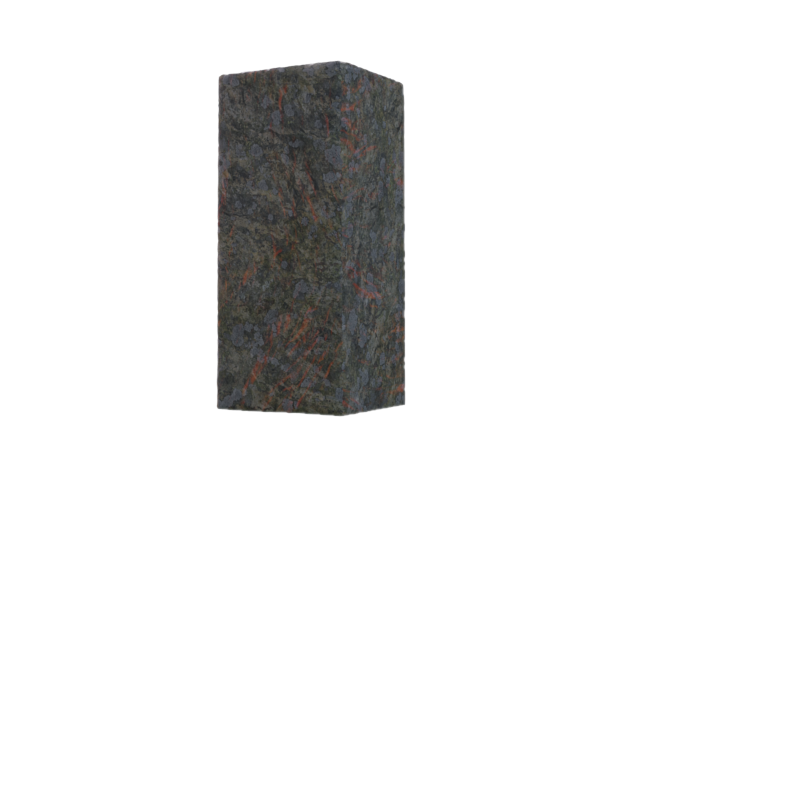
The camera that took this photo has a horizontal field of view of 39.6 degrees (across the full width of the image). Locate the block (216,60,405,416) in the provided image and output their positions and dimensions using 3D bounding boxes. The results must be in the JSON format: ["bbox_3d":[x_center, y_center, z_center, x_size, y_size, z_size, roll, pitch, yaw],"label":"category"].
[{"bbox_3d":[-0.054,-0.099,0.696,0.093,0.208,0.087,-1,-2,28],"label":"block"}]
